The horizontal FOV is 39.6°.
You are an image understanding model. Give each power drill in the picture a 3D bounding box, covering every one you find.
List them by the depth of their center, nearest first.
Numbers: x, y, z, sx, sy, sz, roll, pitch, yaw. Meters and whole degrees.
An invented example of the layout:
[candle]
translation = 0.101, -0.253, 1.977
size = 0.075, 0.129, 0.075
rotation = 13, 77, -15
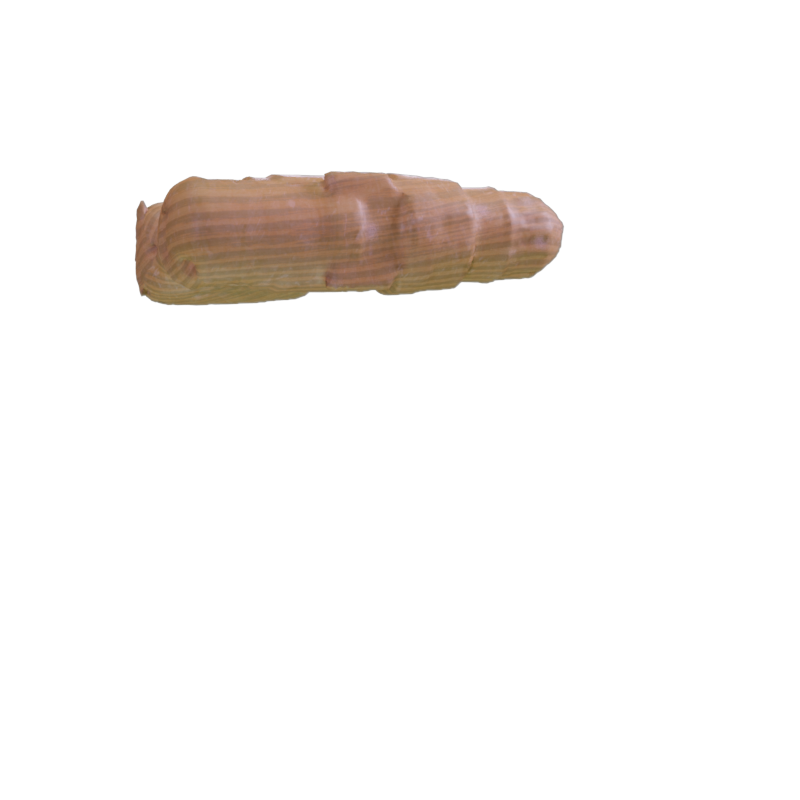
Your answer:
[power drill]
translation = -0.042, -0.077, 0.537
size = 0.179, 0.058, 0.192
rotation = -1, 2, -25
